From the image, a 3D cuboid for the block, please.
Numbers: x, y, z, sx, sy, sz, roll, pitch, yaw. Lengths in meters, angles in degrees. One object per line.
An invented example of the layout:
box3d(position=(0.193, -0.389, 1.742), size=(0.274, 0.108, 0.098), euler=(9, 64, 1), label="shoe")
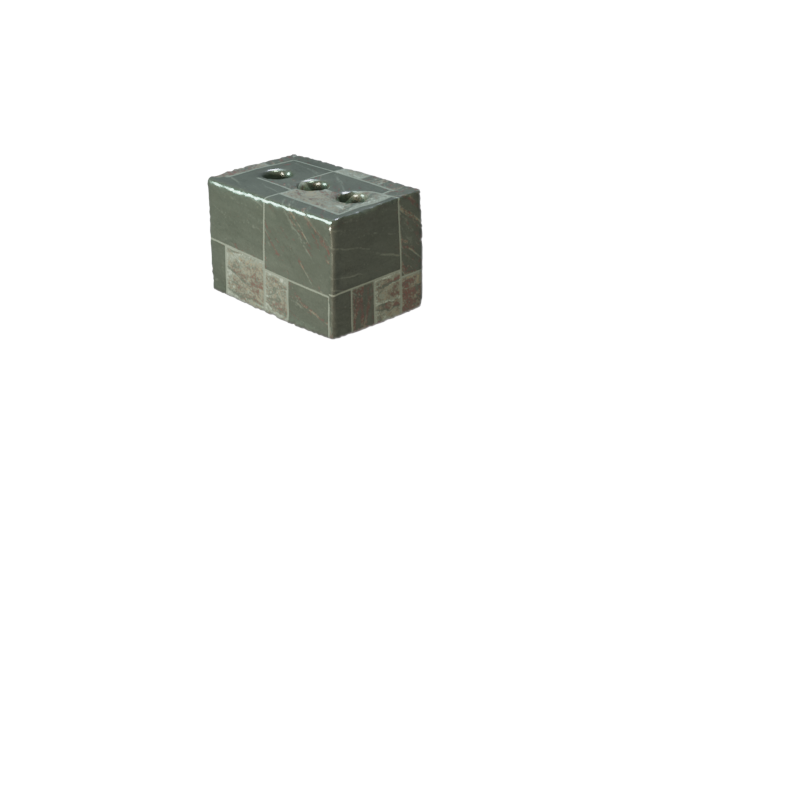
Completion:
box3d(position=(-0.036, -0.066, 0.462), size=(0.083, 0.049, 0.052), euler=(23, 32, 39), label="block")
